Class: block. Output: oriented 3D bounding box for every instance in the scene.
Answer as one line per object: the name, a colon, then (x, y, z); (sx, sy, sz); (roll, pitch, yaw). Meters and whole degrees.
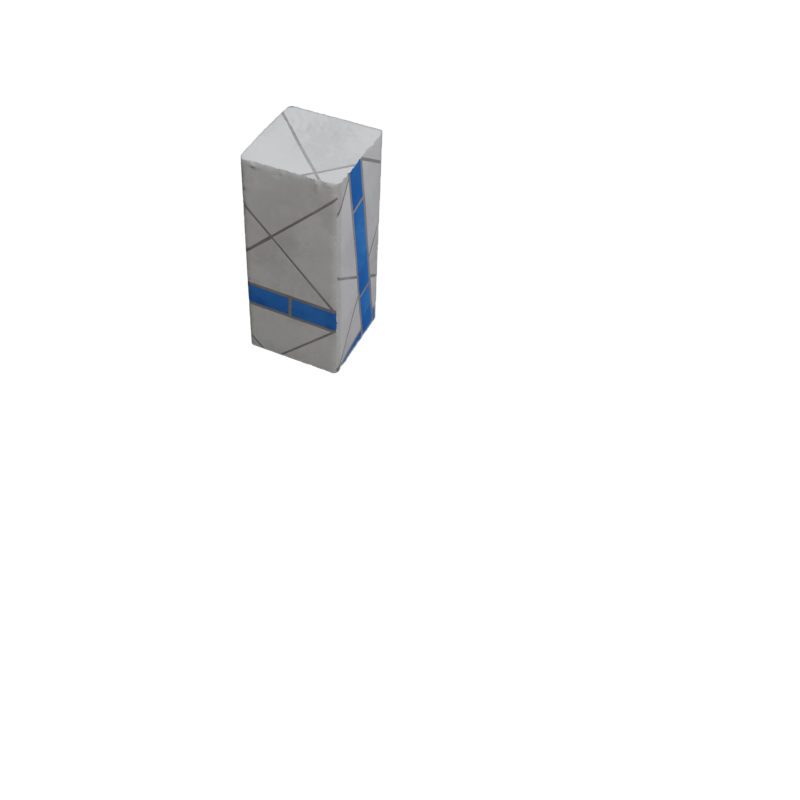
block: (-0.076, -0.137, 0.958); (0.094, 0.192, 0.093); (19, 45, 17)
